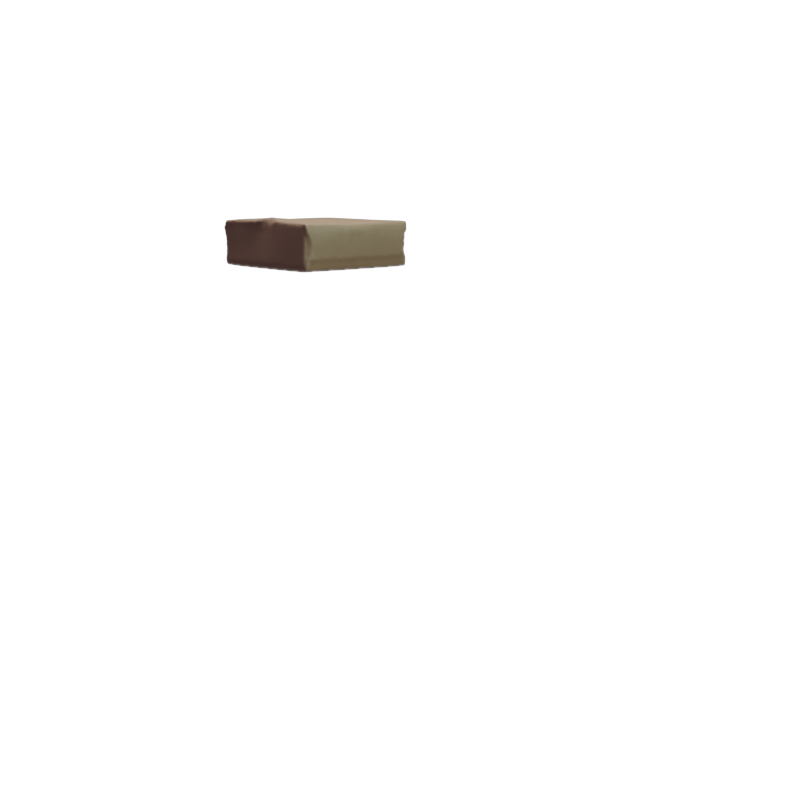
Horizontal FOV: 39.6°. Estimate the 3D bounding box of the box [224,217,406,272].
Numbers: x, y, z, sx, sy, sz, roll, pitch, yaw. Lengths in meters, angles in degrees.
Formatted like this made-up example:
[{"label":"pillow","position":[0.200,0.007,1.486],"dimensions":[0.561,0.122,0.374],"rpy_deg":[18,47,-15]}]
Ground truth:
[{"label":"box","position":[-0.052,-0.095,0.666],"dimensions":[0.071,0.030,0.094],"rpy_deg":[-7,12,-37]}]
